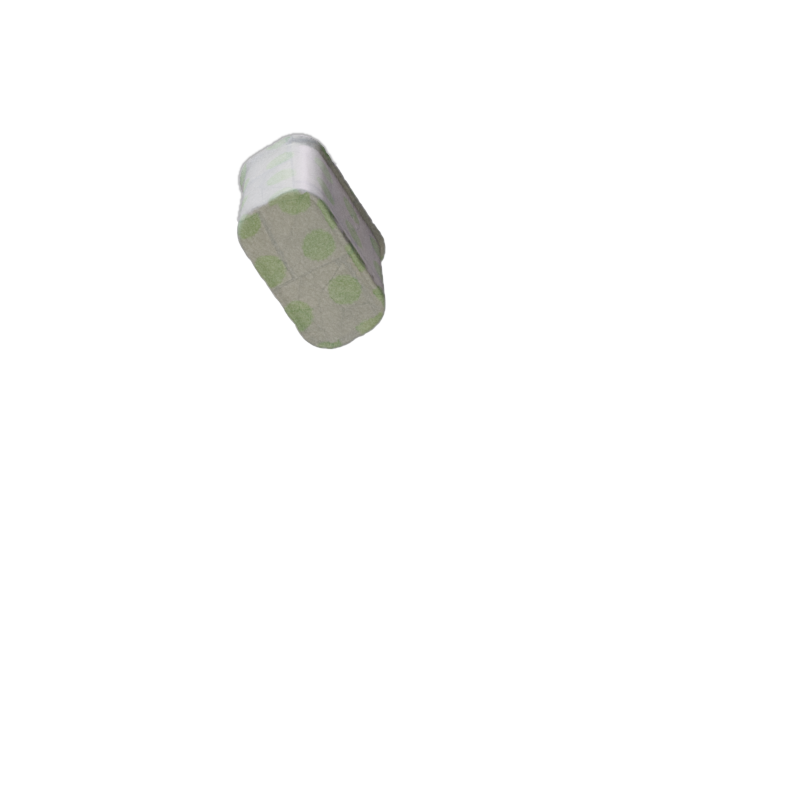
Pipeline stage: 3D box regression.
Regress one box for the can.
[{"bbox_3d":[-0.050,-0.090,0.633,0.057,0.096,0.089,-29,24,12],"label":"can"}]
